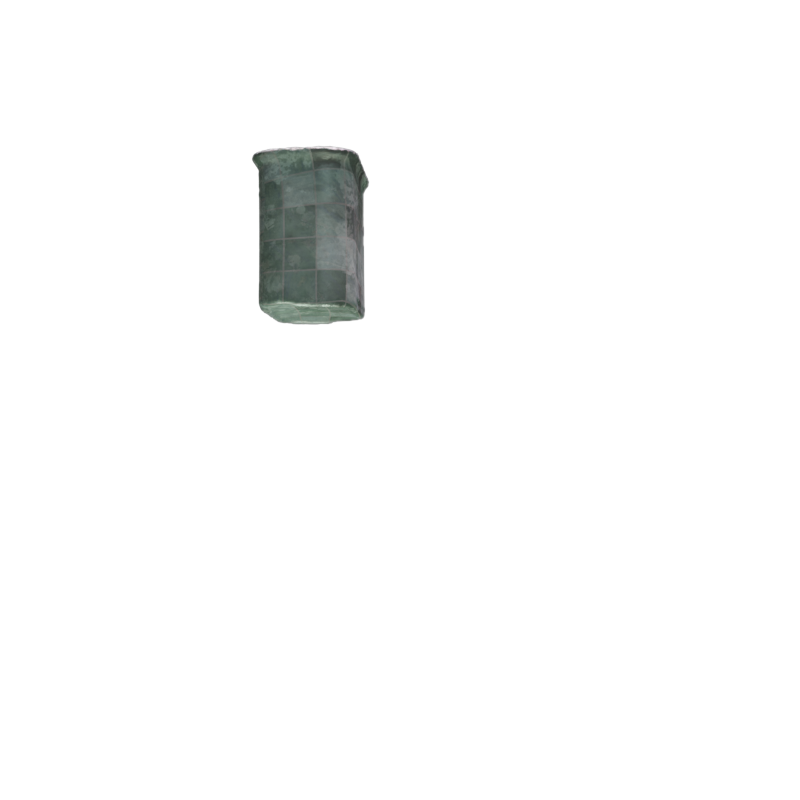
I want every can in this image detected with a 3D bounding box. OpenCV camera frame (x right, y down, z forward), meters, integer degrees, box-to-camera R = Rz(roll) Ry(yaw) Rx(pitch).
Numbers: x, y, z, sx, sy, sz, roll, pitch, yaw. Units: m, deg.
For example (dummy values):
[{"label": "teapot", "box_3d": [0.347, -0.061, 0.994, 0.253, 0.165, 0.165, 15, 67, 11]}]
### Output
[{"label": "can", "box_3d": [-0.048, -0.088, 0.618, 0.058, 0.085, 0.099, -1, -5, 4]}]
